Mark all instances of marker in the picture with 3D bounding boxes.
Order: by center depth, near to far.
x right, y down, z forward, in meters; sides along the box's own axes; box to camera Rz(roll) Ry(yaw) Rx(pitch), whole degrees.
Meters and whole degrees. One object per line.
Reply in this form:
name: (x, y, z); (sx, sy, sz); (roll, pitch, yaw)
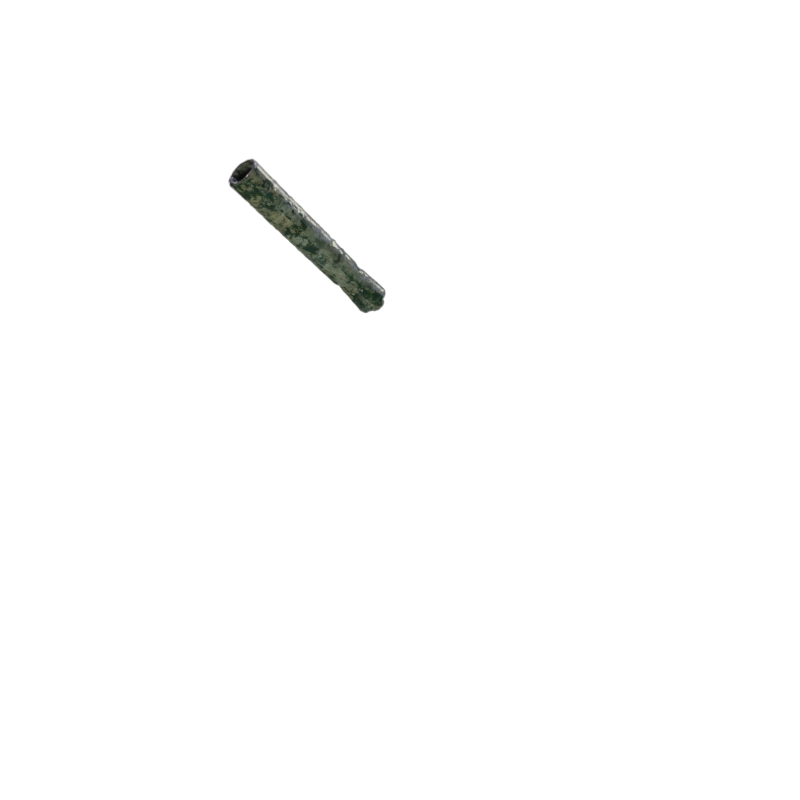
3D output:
marker: (-0.047, -0.086, 0.603); (0.021, 0.020, 0.113); (3, -32, 50)
